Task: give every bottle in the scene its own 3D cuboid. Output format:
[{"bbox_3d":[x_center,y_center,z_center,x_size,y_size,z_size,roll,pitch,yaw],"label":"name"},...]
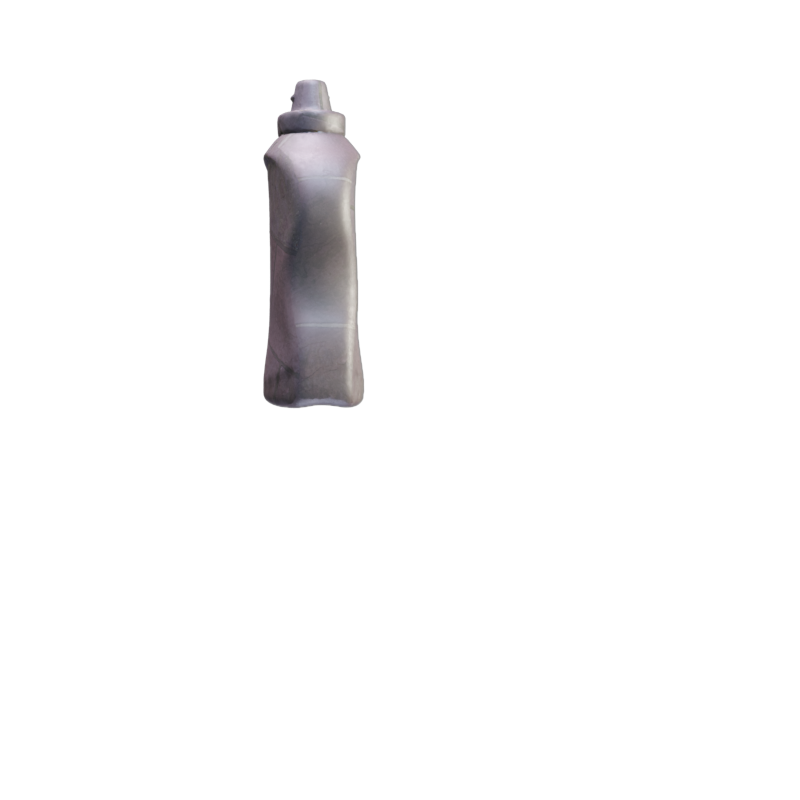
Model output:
[{"bbox_3d":[-0.052,-0.094,0.656,0.058,0.194,0.096,0,-3,-9],"label":"bottle"}]
